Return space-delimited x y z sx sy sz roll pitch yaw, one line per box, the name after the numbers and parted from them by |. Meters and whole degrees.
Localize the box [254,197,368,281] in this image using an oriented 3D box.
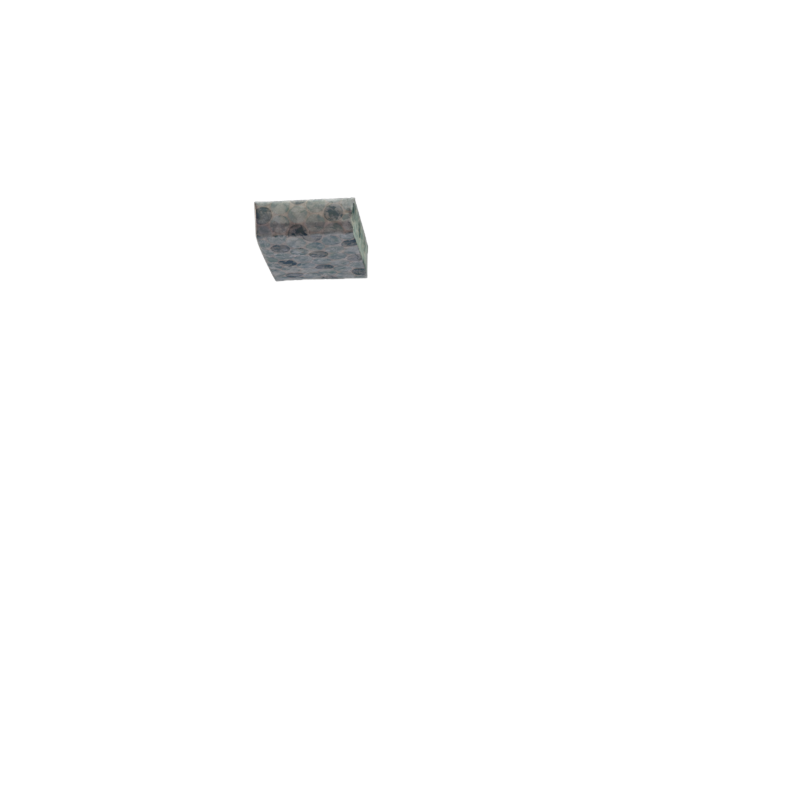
-0.078 -0.143 0.999 0.090 0.041 0.108 -2 -15 6 | box
